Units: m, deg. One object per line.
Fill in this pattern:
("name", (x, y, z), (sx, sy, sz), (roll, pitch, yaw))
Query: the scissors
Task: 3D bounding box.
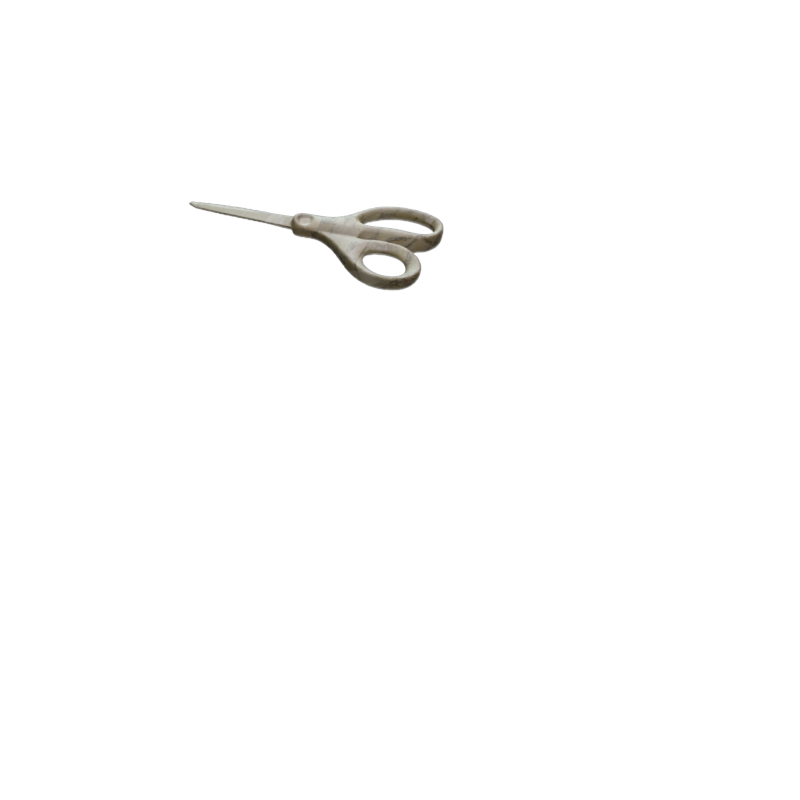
("scissors", (-0.067, -0.122, 0.855), (0.202, 0.015, 0.103), (0, 44, 0))
